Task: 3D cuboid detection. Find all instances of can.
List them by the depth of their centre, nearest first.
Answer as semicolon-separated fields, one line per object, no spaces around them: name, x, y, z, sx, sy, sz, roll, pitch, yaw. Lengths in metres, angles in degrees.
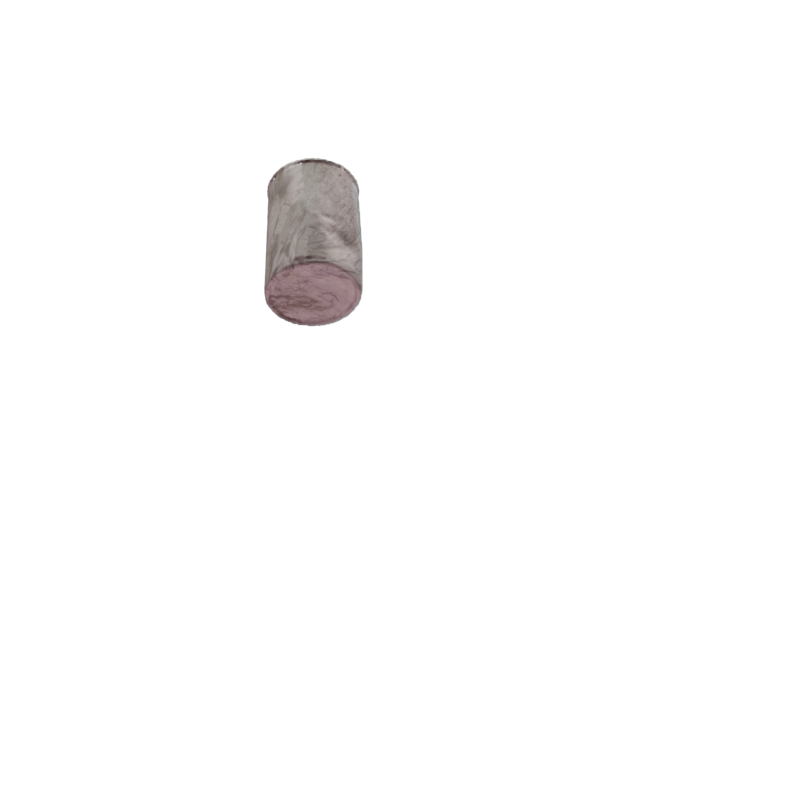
can;-0.061;-0.112;0.782;0.068;0.110;0.064;-1;-40;-3
